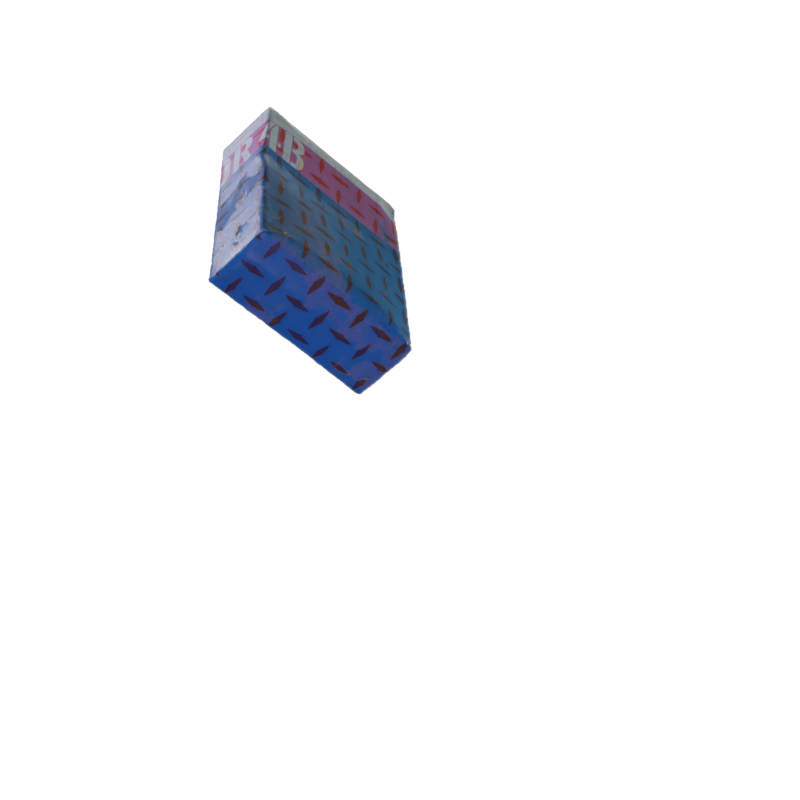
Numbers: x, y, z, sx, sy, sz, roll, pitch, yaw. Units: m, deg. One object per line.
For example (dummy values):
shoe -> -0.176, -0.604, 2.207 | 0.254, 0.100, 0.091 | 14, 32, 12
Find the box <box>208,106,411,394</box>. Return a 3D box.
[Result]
box -> -0.073, -0.133, 0.930 | 0.155, 0.229, 0.071 | 36, -62, -26
